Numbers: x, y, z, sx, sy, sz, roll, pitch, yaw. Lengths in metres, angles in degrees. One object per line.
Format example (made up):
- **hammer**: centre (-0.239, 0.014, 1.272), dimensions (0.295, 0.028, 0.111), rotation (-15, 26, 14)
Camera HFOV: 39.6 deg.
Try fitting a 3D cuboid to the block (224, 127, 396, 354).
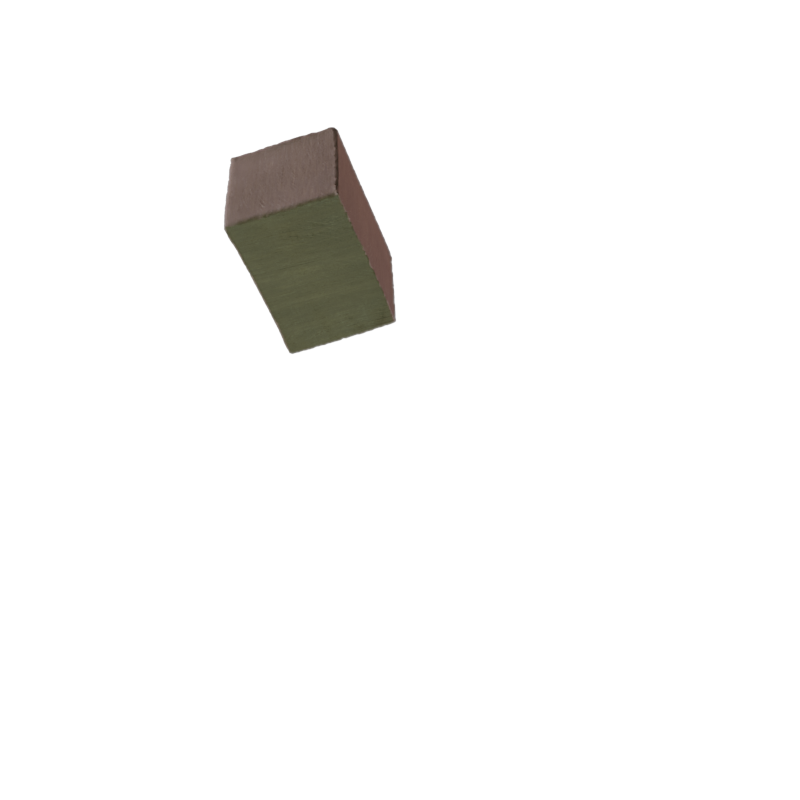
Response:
- **block**: centre (-0.038, -0.070, 0.491), dimensions (0.053, 0.072, 0.055), rotation (-15, 40, 11)
